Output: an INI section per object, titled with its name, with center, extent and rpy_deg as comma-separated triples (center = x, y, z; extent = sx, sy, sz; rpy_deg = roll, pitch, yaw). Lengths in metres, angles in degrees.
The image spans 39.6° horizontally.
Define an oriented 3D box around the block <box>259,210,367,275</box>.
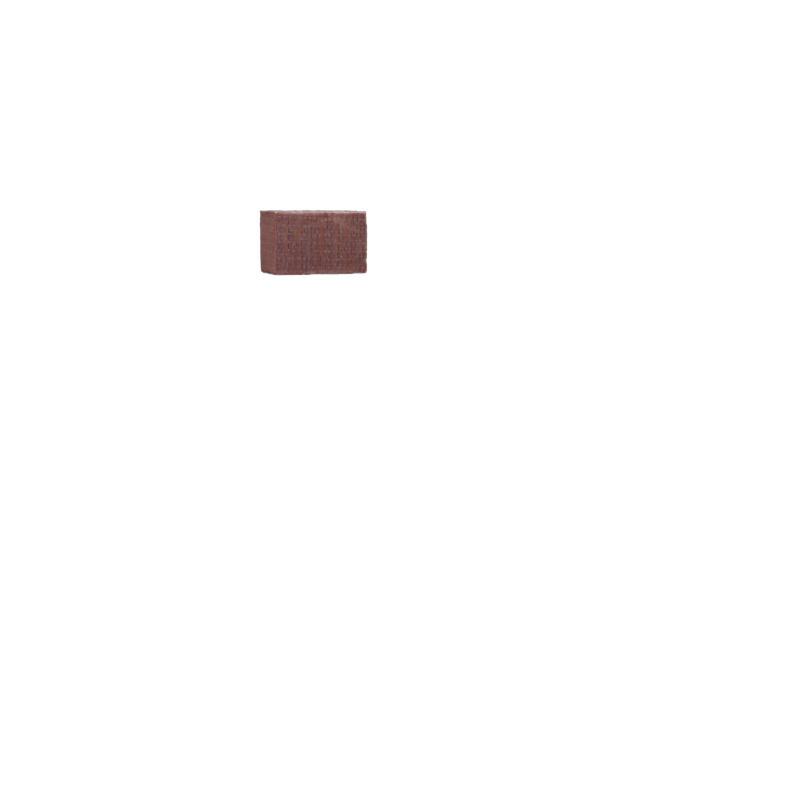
[block]
center = -0.070, -0.128, 0.894
extent = 0.076, 0.051, 0.054
rpy_deg = -2, 6, -18
